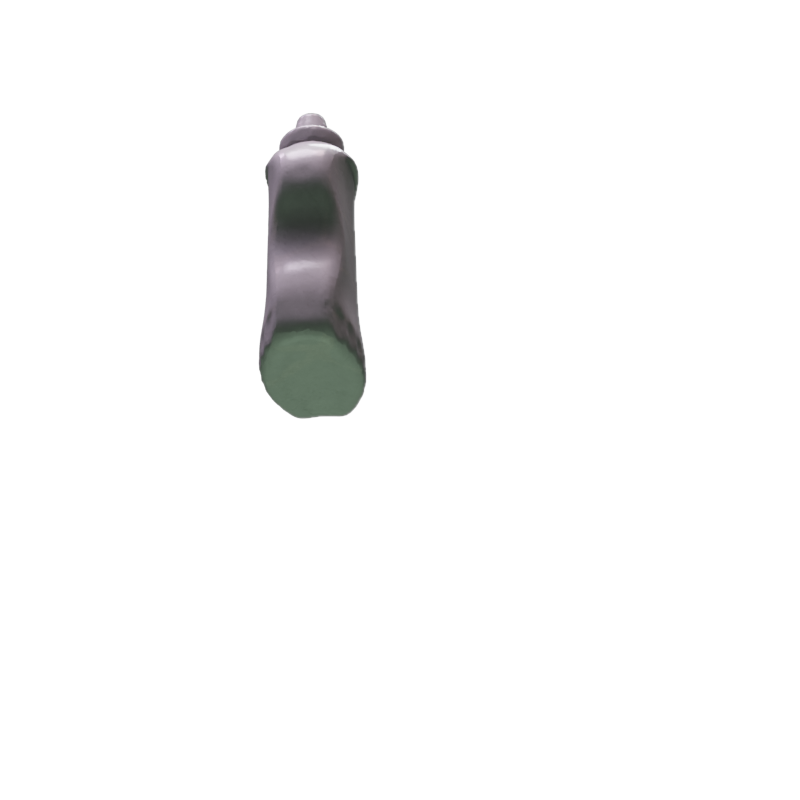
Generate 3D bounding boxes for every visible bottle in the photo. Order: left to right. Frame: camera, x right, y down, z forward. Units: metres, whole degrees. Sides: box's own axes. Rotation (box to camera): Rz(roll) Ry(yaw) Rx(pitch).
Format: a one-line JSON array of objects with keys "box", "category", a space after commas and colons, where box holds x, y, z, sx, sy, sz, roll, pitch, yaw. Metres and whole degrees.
[{"box": [-0.052, -0.094, 0.657, 0.059, 0.205, 0.089, -6, -33, 4], "category": "bottle"}]
